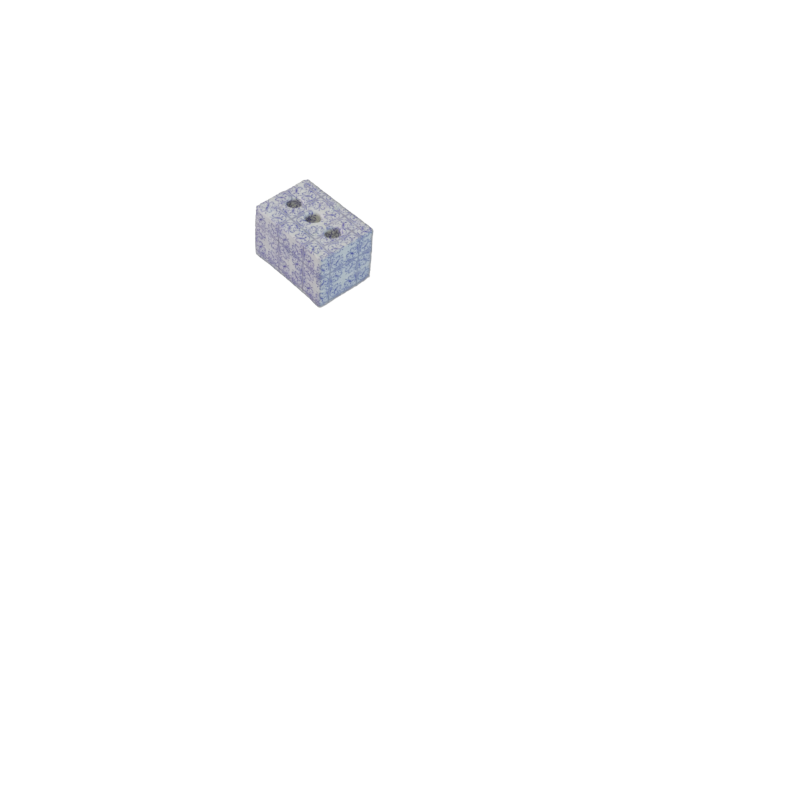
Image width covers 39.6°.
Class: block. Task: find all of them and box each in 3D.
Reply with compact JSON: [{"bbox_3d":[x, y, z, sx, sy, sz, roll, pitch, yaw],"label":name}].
[{"bbox_3d":[-0.065,-0.118,0.827,0.053,0.048,0.083,-32,55,-28],"label":"block"}]
